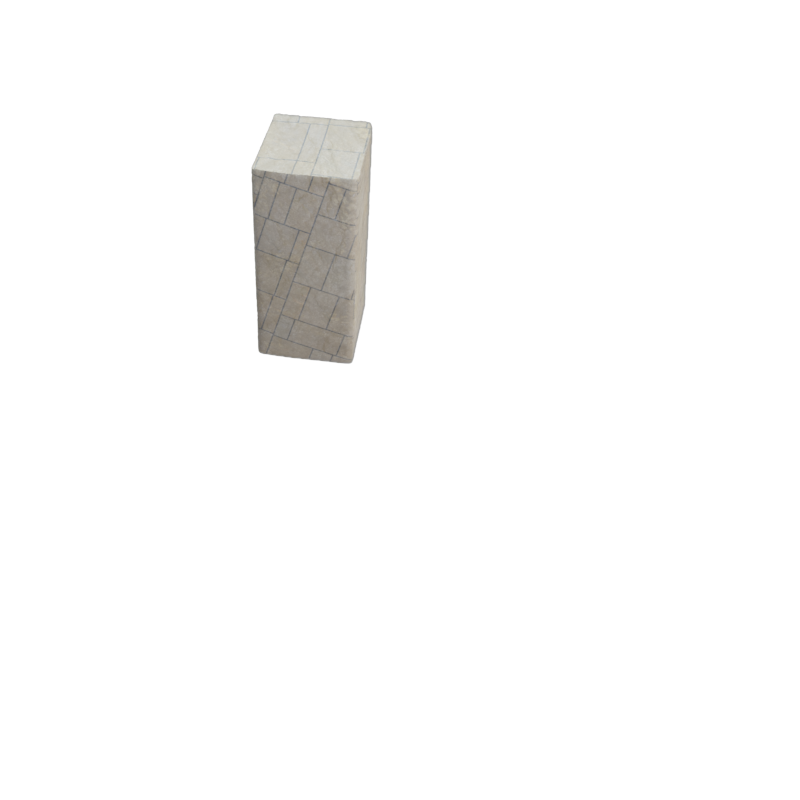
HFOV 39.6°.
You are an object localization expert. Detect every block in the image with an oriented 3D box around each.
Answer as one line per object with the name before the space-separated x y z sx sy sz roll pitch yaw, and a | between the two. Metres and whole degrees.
block | -0.077 -0.141 0.988 0.091 0.192 0.096 7 41 5
